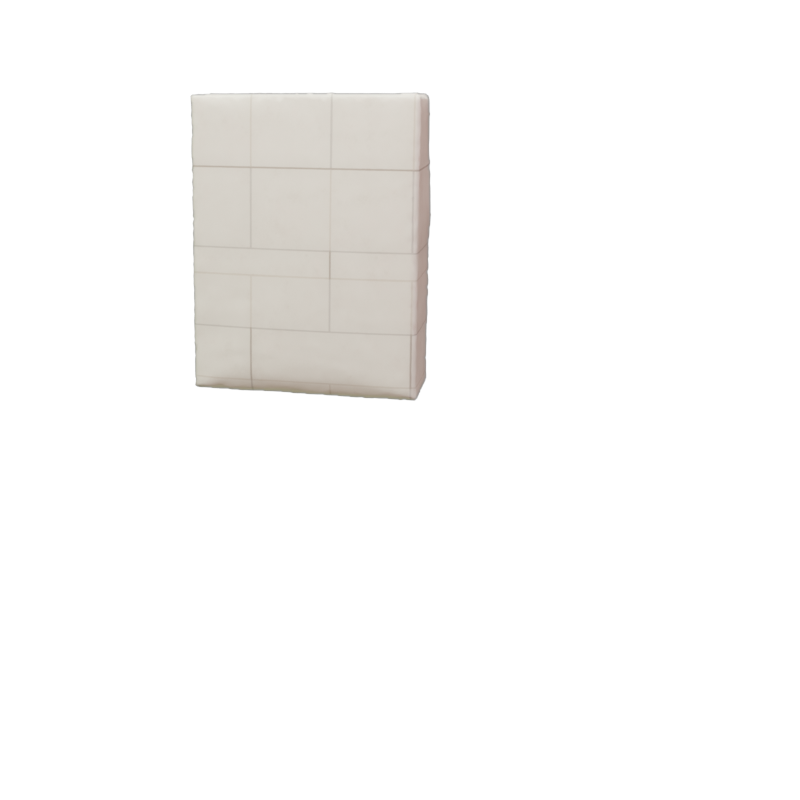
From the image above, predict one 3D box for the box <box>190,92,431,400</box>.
[{"bbox_3d":[-0.063,-0.115,0.802,0.167,0.209,0.072,3,9,11],"label":"box"}]
